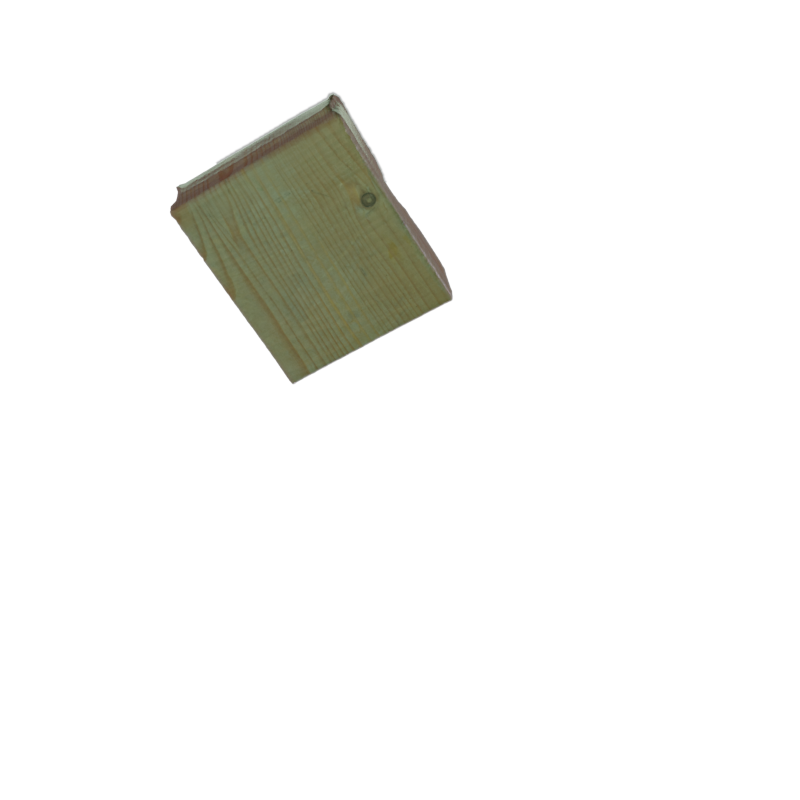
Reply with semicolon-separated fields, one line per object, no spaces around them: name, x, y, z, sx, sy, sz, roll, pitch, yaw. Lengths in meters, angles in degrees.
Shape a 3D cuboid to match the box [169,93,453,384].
box;-0.033;-0.061;0.425;0.073;0.085;0.032;-29;21;12
